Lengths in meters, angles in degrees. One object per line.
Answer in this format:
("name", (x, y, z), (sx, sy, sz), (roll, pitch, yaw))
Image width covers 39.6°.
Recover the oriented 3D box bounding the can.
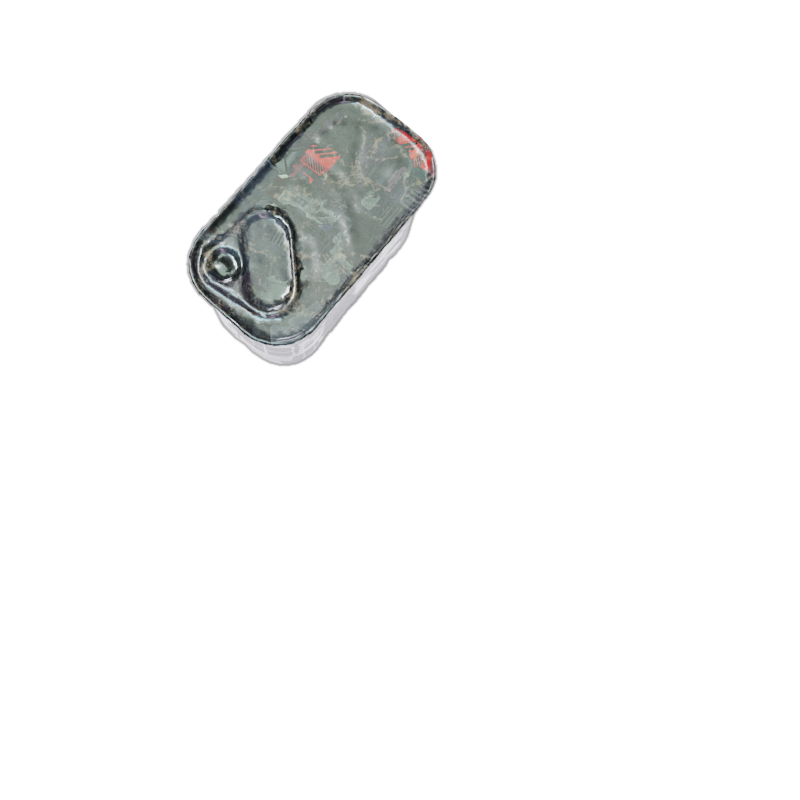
("can", (-0.036, -0.065, 0.459), (0.058, 0.103, 0.082), (39, -9, 3))
